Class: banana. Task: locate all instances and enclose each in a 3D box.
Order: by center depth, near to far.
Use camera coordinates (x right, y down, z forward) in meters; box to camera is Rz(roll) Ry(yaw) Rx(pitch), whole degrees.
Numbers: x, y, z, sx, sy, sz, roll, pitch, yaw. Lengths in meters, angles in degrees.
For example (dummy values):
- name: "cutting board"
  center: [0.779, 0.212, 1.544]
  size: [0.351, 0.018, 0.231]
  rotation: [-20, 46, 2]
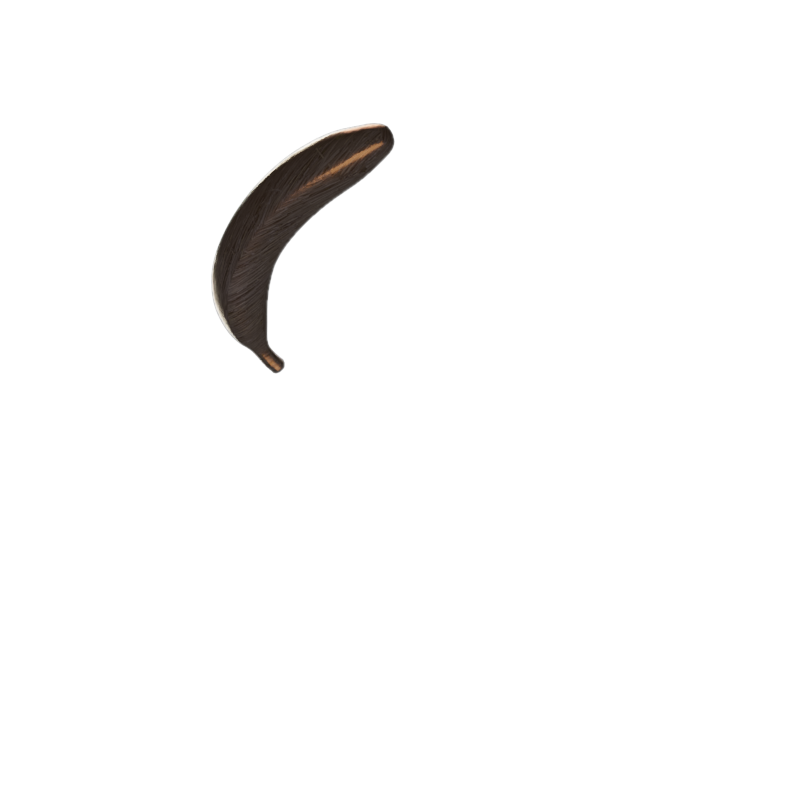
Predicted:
- name: "banana"
  center: [-0.072, -0.099, 0.675]
  size: [0.068, 0.039, 0.189]
  rotation: [17, -49, -17]
